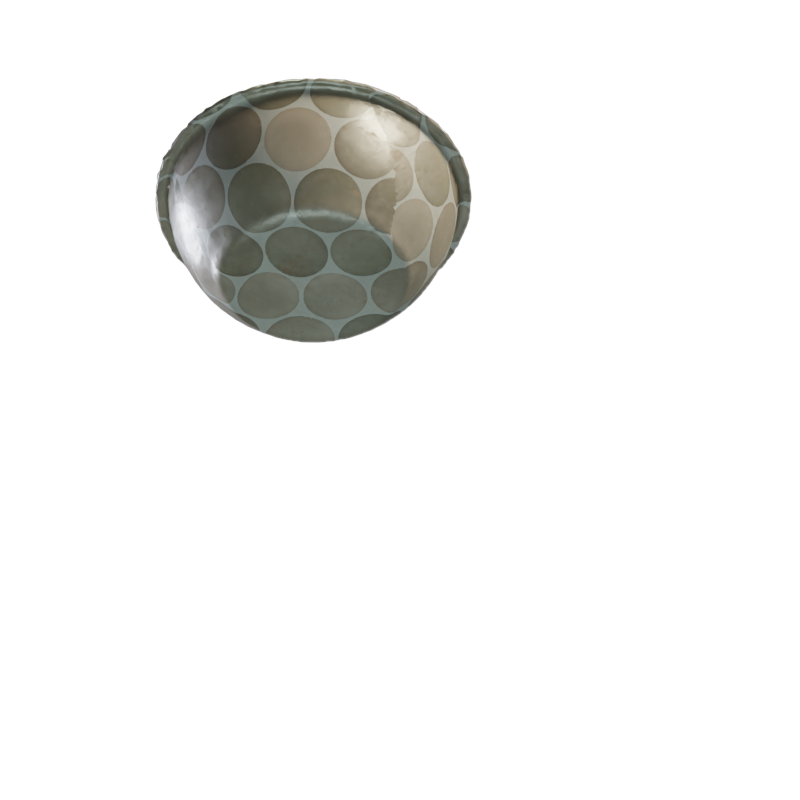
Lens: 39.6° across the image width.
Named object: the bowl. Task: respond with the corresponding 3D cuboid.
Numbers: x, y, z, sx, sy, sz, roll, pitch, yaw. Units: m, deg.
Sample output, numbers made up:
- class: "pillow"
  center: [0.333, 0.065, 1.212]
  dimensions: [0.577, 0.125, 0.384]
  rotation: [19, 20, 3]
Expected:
- class: "bowl"
  center: [-0.043, -0.079, 0.551]
  dimensions: [0.162, 0.059, 0.151]
  rotation: [1, -42, -1]
